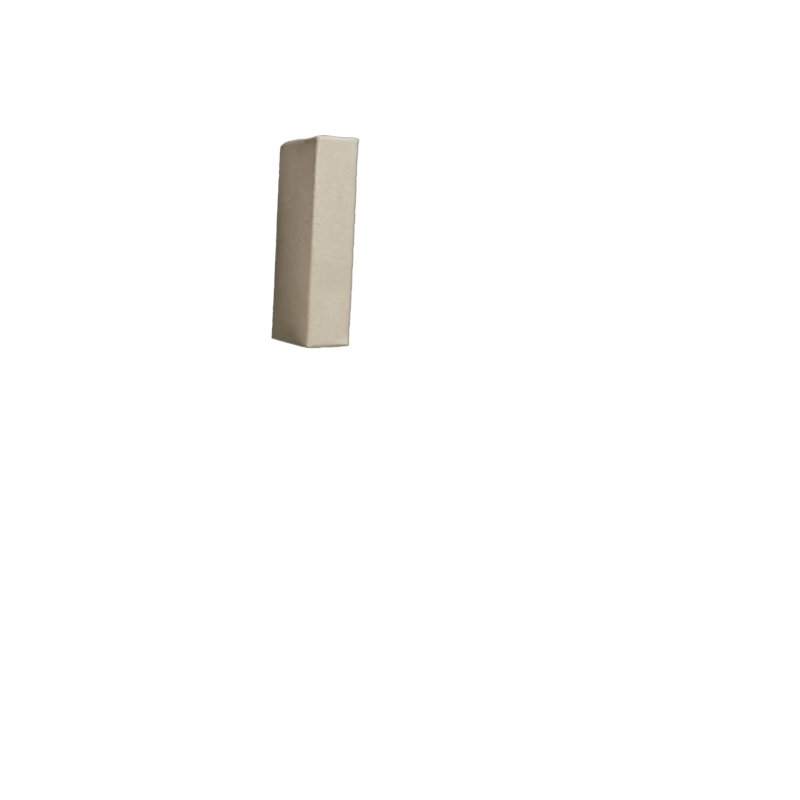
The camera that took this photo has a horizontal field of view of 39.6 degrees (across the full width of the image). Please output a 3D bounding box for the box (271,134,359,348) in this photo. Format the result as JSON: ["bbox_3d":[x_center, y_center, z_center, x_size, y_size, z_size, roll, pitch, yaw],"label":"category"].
[{"bbox_3d":[-0.075,-0.136,0.953,0.047,0.176,0.096,0,2,-25],"label":"box"}]
